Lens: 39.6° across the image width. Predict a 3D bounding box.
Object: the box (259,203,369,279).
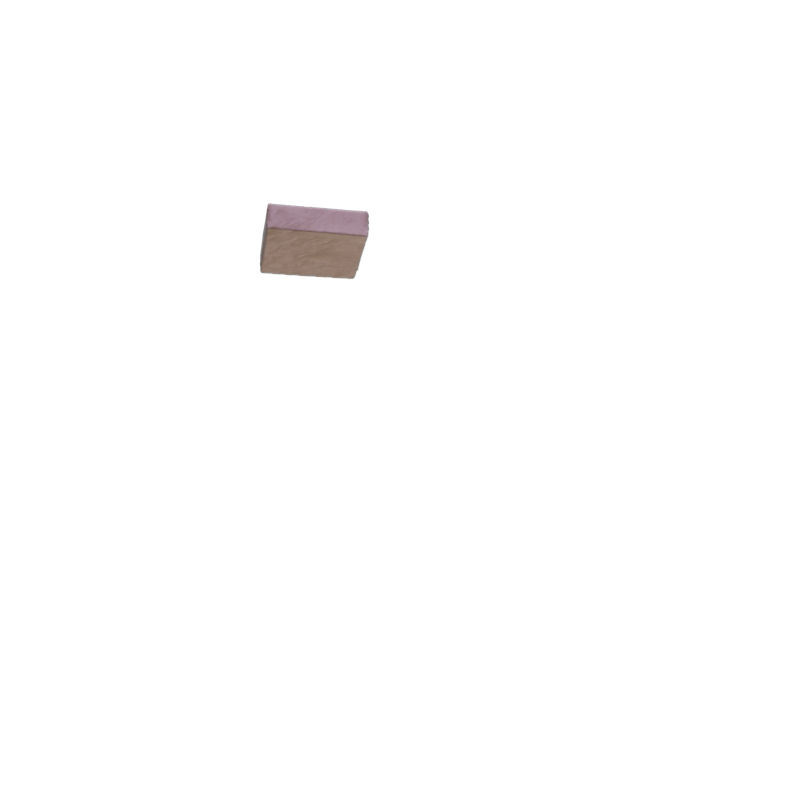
[{"bbox_3d":[-0.076,-0.139,0.974,0.088,0.032,0.069,4,-28,-7],"label":"box"}]
